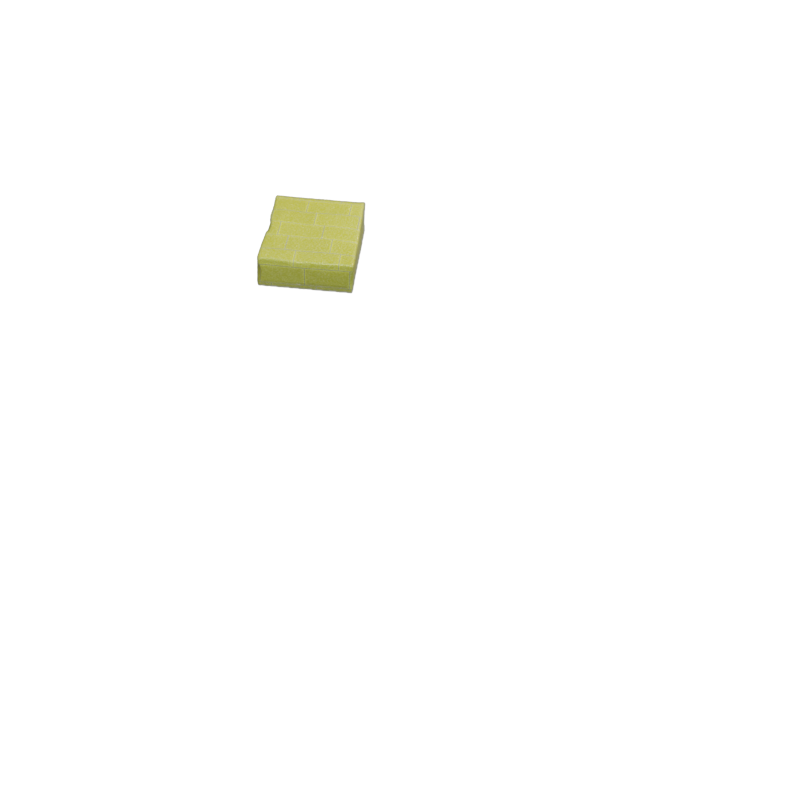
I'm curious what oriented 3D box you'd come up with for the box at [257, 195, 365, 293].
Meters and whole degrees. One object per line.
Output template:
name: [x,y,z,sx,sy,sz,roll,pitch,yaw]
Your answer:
box: [-0.067,-0.123,0.860,0.074,0.028,0.095,5,41,5]
